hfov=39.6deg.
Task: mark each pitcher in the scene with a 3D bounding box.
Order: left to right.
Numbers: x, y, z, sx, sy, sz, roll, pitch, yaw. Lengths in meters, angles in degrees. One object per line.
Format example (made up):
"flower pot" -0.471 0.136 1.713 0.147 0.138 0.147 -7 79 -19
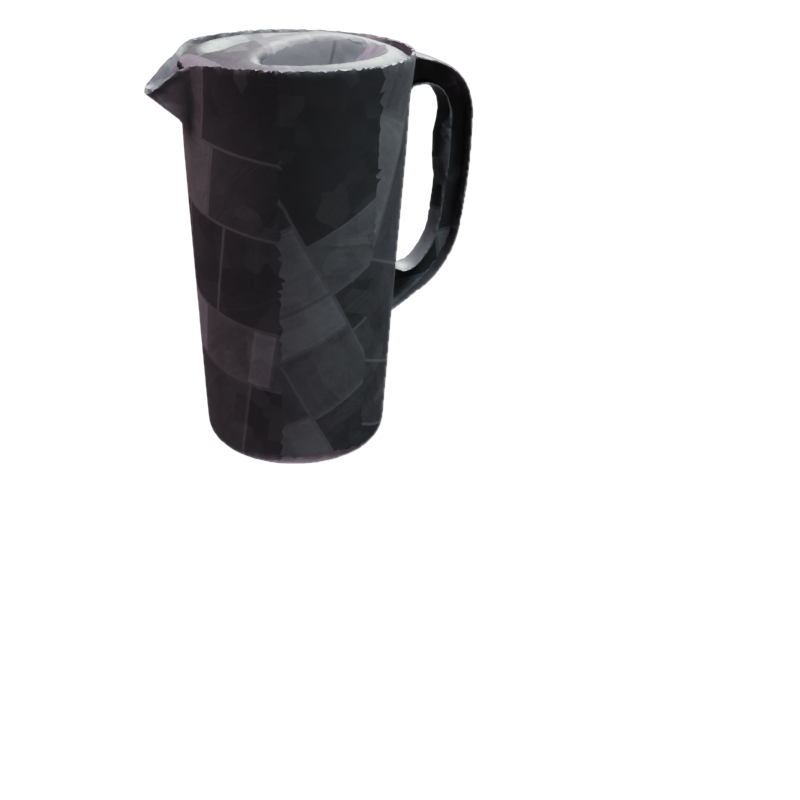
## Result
"pitcher" -0.051 -0.093 0.651 0.155 0.232 0.147 11 25 22
